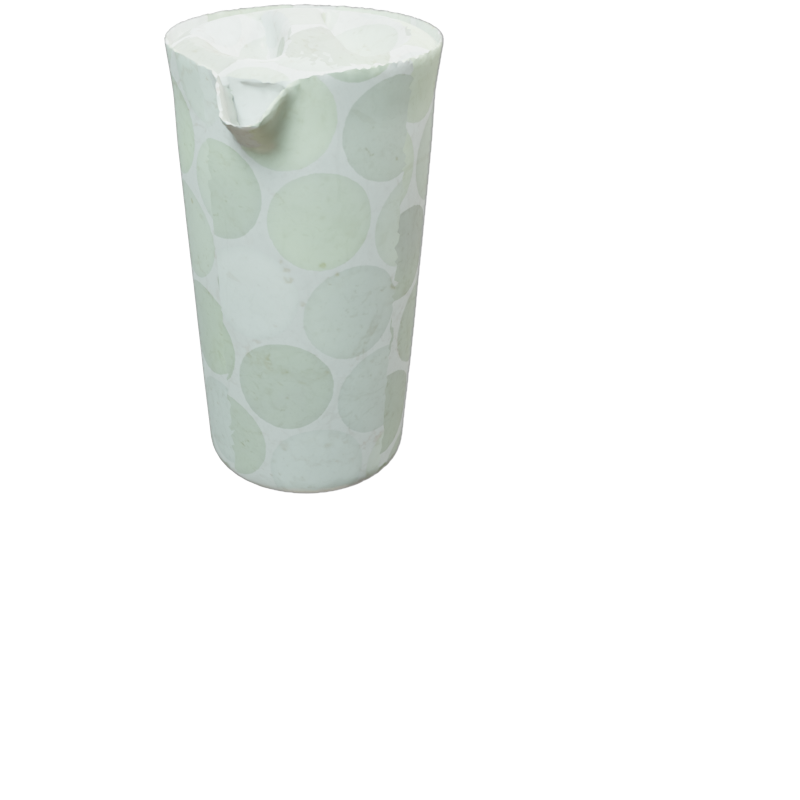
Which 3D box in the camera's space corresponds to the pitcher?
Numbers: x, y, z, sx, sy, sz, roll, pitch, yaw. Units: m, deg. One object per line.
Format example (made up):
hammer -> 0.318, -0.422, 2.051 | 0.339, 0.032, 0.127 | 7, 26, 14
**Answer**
pitcher -> -0.046, -0.084, 0.587 | 0.146, 0.230, 0.156 | -14, 31, -26
